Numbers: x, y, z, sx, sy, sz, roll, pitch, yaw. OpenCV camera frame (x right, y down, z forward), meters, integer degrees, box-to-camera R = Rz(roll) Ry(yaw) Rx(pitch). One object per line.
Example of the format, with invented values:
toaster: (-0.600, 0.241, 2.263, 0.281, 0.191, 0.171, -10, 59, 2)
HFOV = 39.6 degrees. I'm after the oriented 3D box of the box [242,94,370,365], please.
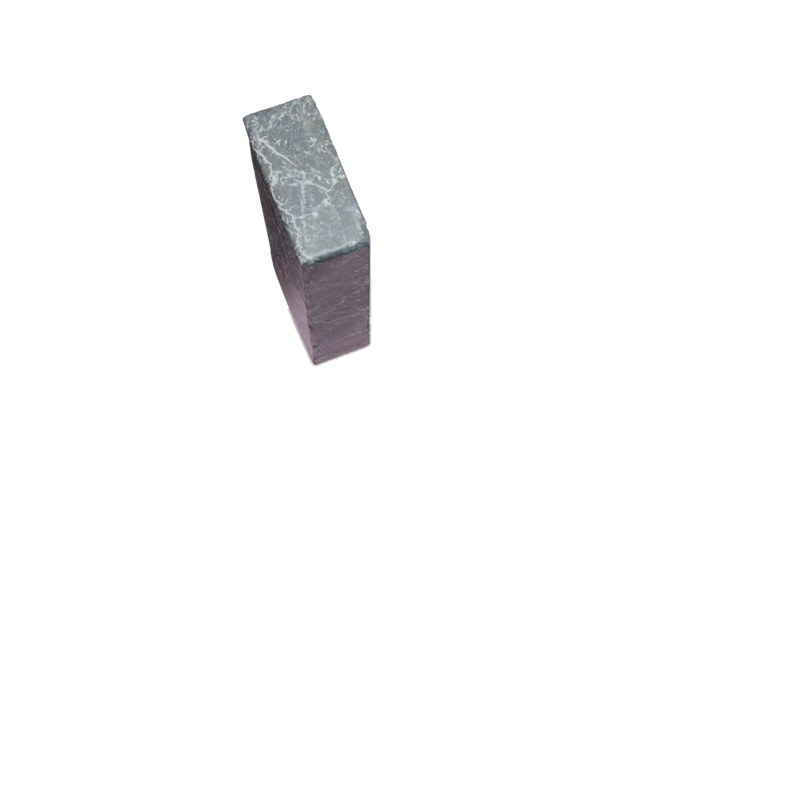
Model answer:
box: (-0.050, -0.092, 0.644, 0.048, 0.098, 0.169, -19, -15, -9)
